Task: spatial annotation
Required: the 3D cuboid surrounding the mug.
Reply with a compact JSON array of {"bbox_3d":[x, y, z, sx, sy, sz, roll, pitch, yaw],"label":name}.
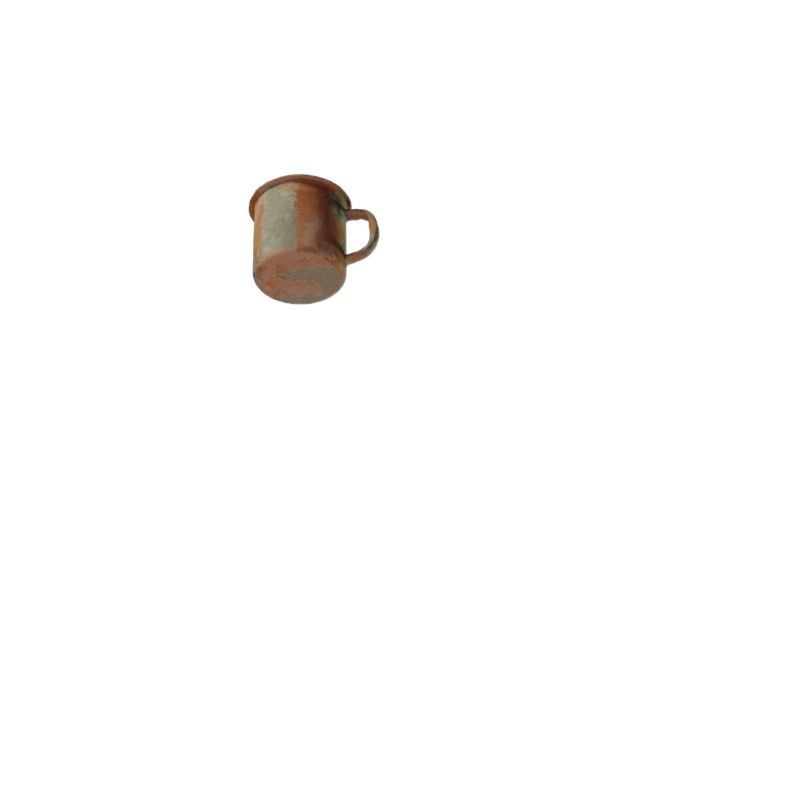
[{"bbox_3d":[-0.076,-0.139,0.971,0.118,0.087,0.086,-5,-34,6],"label":"mug"}]
